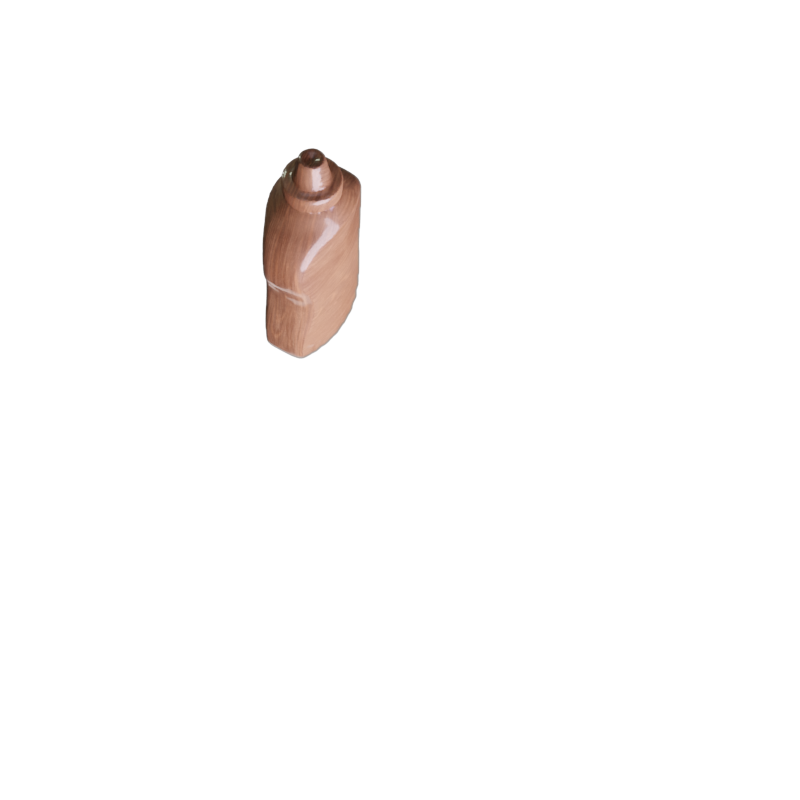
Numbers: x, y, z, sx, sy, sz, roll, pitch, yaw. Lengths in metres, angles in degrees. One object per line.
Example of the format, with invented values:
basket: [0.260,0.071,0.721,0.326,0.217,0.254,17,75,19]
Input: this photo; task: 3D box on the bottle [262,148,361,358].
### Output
bottle: [-0.062,-0.113,0.788,0.060,0.099,0.180,27,-26,10]
